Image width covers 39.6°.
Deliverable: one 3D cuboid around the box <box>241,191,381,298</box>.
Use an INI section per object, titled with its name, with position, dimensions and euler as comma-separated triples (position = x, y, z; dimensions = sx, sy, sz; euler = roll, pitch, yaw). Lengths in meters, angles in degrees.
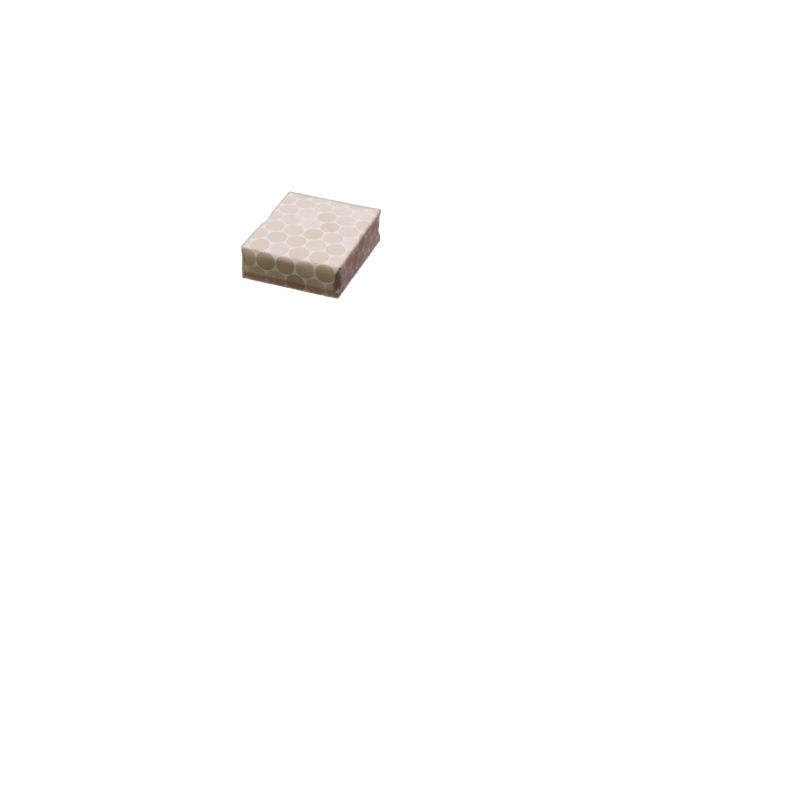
[box]
position = -0.062, -0.112, 0.786
dimensions = 0.075, 0.028, 0.092
euler = 13, 38, 16
